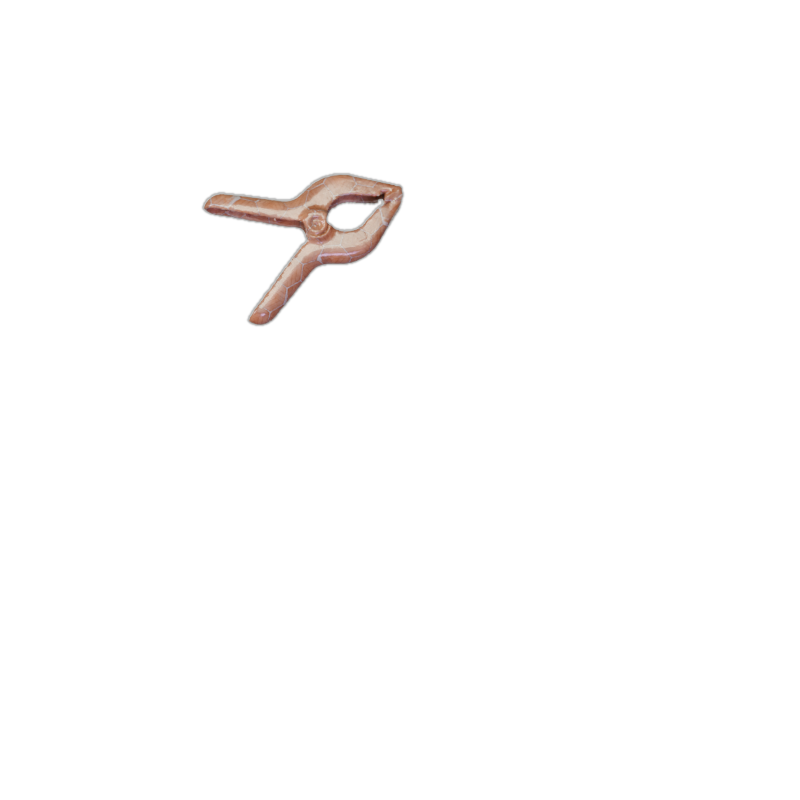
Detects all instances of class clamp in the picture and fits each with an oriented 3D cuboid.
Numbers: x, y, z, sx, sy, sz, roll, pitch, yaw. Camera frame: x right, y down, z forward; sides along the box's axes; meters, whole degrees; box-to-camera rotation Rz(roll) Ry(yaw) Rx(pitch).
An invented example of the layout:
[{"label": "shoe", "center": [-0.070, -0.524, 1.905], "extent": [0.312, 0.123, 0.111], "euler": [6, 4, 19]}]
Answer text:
[{"label": "clamp", "center": [-0.075, -0.137, 0.956], "extent": [0.171, 0.122, 0.039], "euler": [-14, -6, -2]}]
